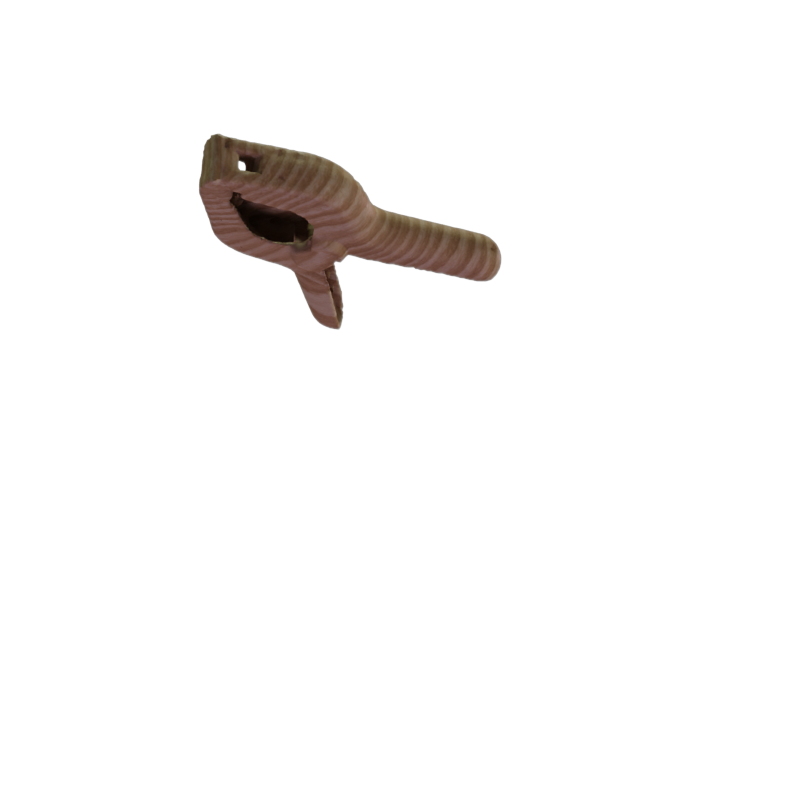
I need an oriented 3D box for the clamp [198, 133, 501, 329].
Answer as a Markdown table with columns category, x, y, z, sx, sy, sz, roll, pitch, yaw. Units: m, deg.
| category | x | y | z | sx | sy | sz | roll | pitch | yaw |
| --- | --- | --- | --- | --- | --- | --- | --- | --- | --- |
| clamp | -0.045 | -0.082 | 0.573 | 0.161 | 0.042 | 0.120 | 25 | -39 | -36 |
